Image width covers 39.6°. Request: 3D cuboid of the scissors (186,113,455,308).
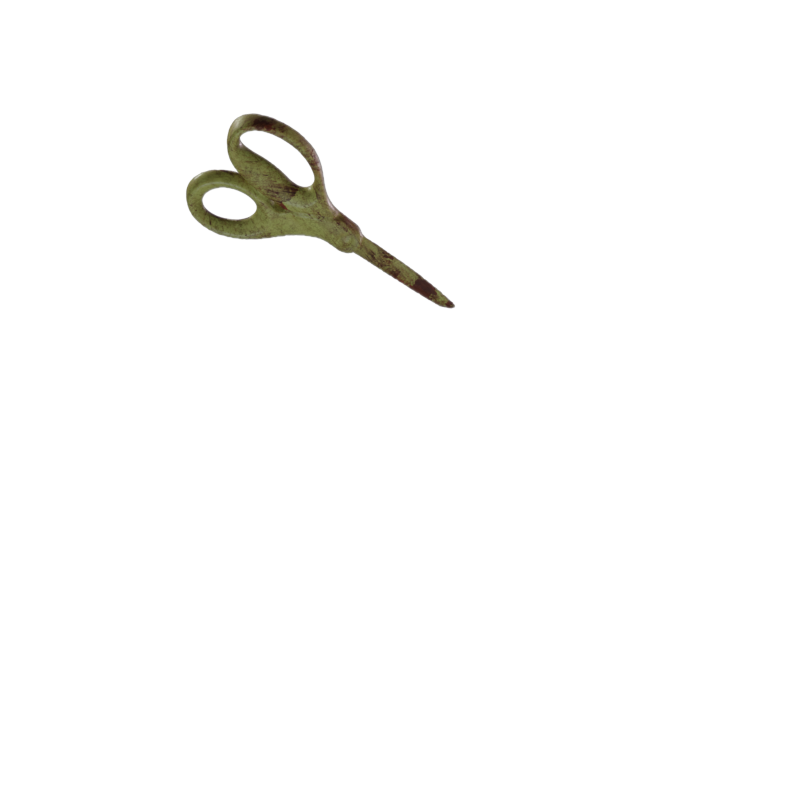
[{"bbox_3d":[-0.055,-0.100,0.701,0.096,0.017,0.187,-24,-50,22],"label":"scissors"}]
